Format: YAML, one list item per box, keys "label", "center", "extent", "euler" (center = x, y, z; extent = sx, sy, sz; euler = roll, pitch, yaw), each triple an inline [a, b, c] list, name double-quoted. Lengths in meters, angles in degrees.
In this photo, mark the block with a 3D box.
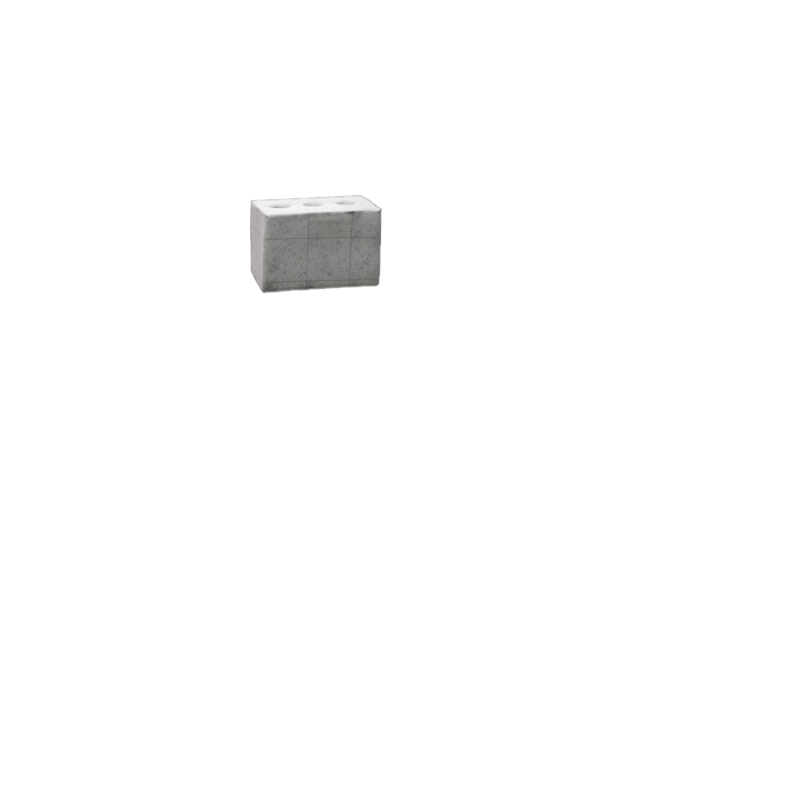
- label: "block"
  center: [-0.056, -0.103, 0.720]
  extent: [0.077, 0.049, 0.056]
  euler: [-5, 19, -15]
